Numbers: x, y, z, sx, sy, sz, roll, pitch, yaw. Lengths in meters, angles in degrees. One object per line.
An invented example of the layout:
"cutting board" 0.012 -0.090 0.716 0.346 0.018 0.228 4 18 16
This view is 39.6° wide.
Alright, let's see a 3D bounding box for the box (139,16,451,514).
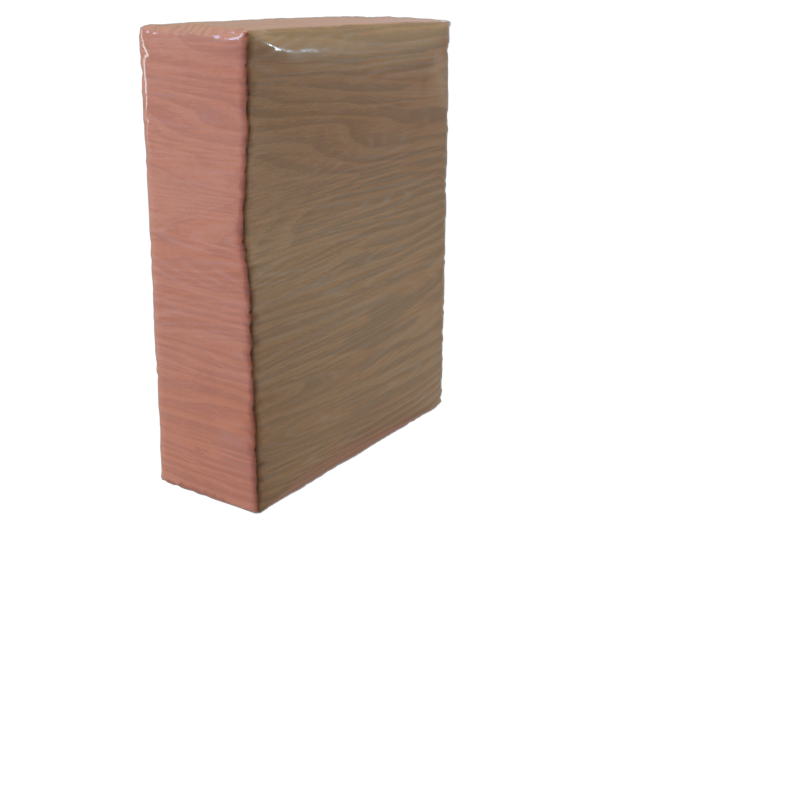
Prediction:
"box" -0.043 -0.078 0.544 0.075 0.207 0.162 11 19 33
